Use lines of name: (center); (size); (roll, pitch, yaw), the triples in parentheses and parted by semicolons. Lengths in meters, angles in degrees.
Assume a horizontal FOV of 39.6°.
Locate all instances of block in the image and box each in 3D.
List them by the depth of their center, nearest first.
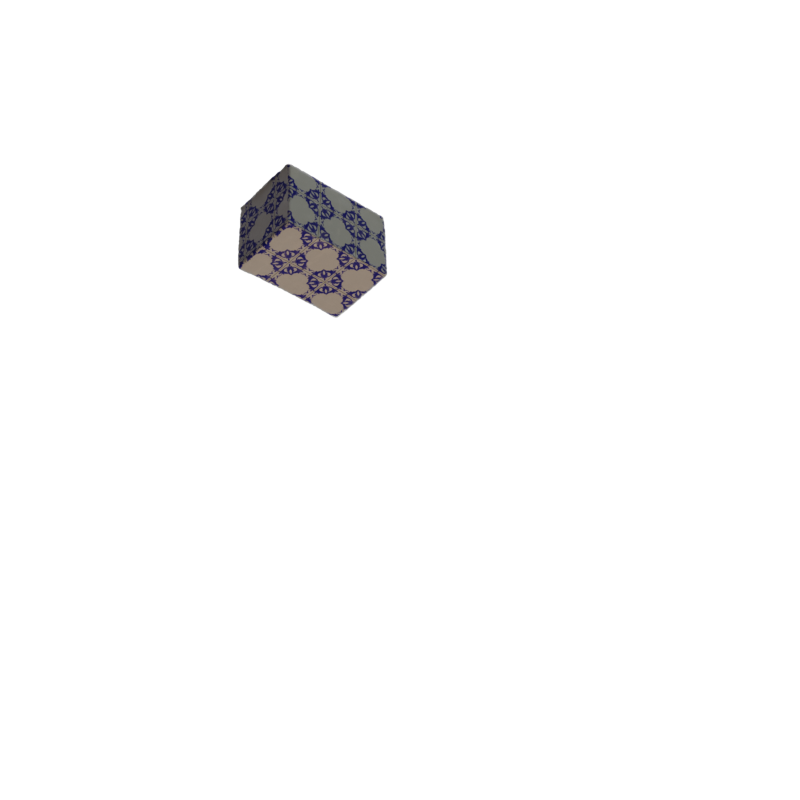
block: (-0.053, -0.097, 0.682); (0.074, 0.055, 0.052); (27, -48, -30)
